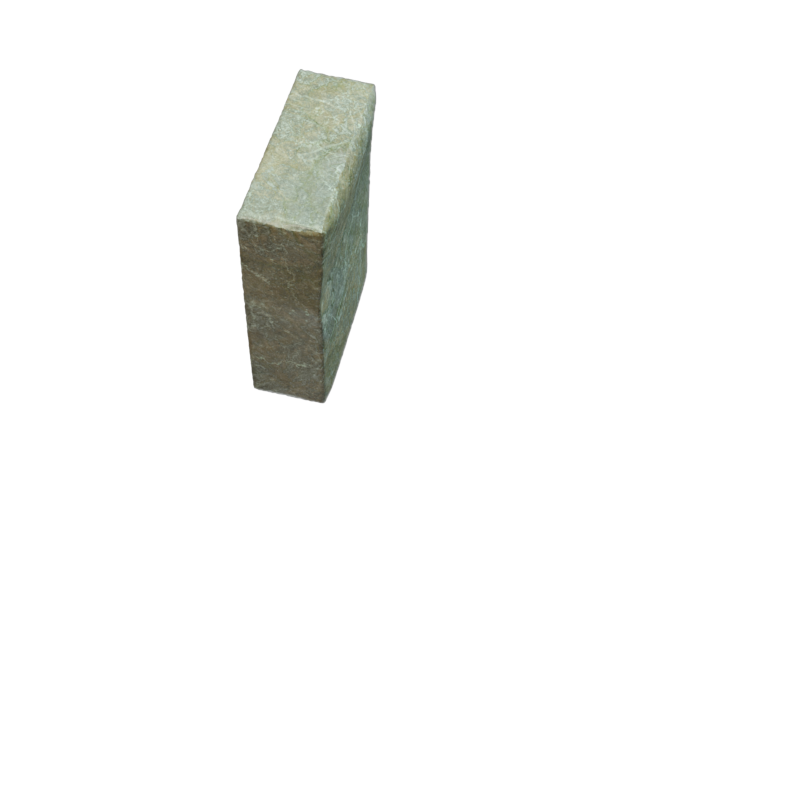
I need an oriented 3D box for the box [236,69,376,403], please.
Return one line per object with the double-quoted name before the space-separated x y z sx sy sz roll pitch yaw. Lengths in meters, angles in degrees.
"box" -0.069 -0.126 0.881 0.073 0.173 0.200 11 -36 4
